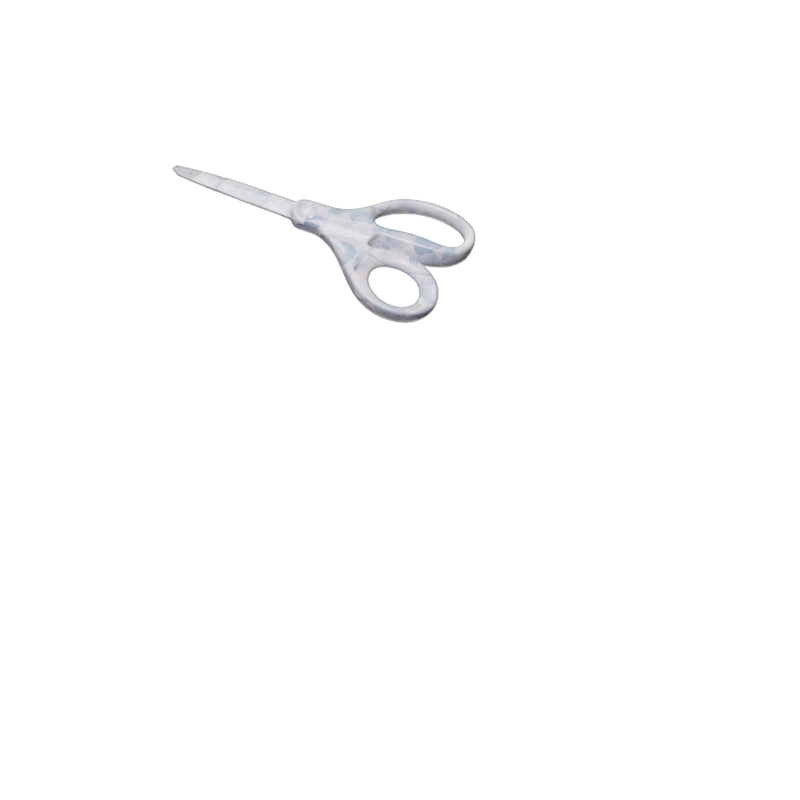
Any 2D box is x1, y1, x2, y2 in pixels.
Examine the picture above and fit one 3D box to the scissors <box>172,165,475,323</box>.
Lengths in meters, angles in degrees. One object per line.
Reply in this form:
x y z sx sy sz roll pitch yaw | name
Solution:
-0.055 -0.100 0.701 0.203 0.102 0.015 7 -32 4 | scissors
